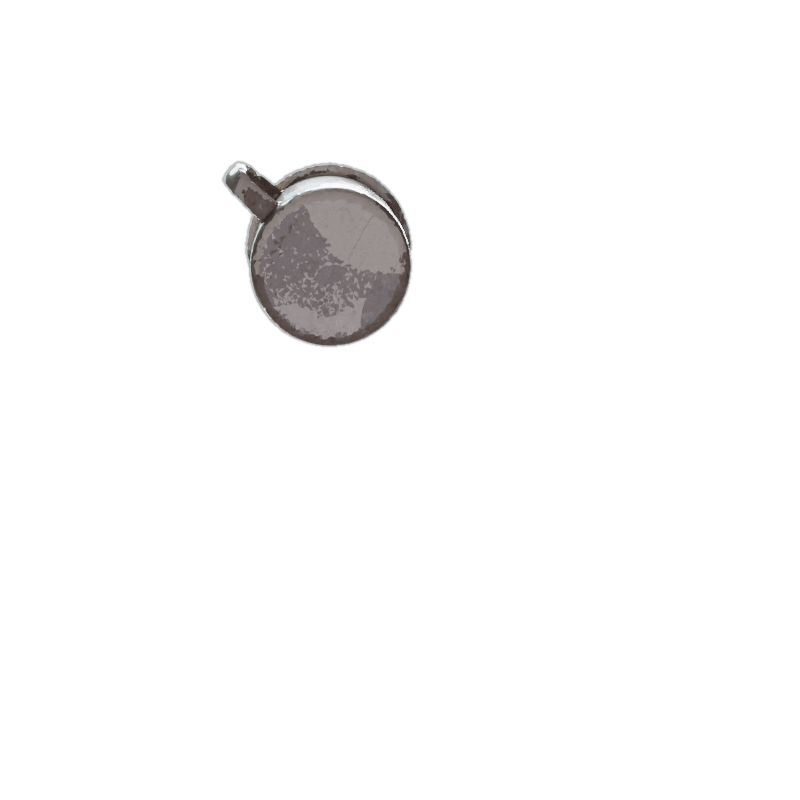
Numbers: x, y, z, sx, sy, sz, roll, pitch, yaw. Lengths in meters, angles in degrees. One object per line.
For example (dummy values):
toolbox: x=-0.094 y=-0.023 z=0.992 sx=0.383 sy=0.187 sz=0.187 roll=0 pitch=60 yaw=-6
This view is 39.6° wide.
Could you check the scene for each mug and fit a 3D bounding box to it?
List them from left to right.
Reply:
mug: x=-0.046 y=-0.084 z=0.589 sx=0.115 sy=0.093 sz=0.084 roll=43 pitch=7 yaw=-9
